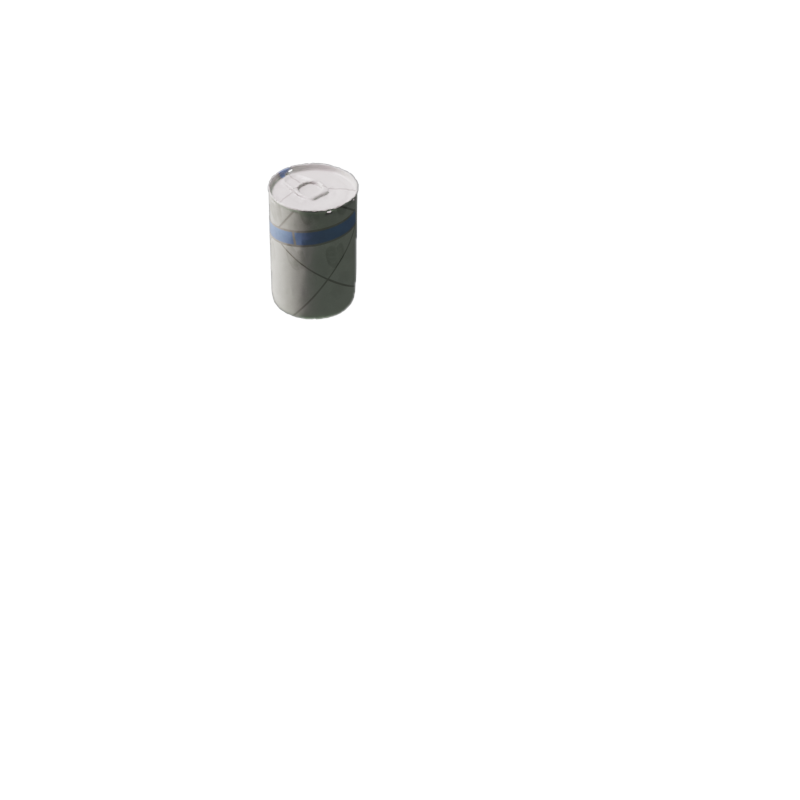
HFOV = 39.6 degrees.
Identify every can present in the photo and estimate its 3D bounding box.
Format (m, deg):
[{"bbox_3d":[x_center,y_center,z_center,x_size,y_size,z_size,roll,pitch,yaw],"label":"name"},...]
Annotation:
[{"bbox_3d":[-0.067,-0.122,0.851,0.068,0.095,0.073,0,38,-3],"label":"can"}]
